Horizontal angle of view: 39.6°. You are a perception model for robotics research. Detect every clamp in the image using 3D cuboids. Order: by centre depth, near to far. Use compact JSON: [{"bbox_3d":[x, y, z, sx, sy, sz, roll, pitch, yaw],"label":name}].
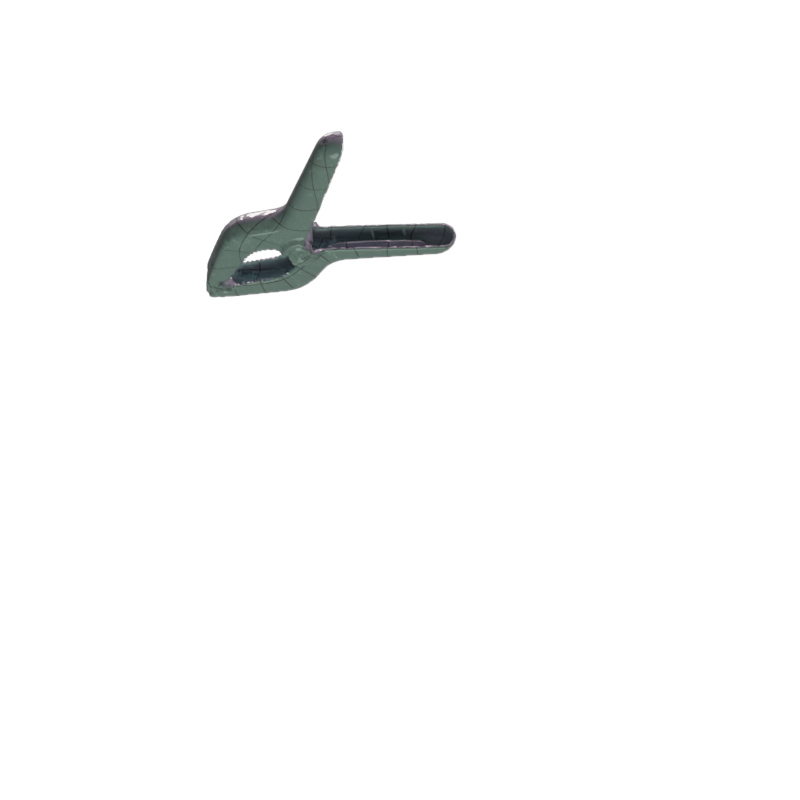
[{"bbox_3d":[-0.071,-0.130,0.908,0.210,0.039,0.154,-26,-40,35],"label":"clamp"}]
